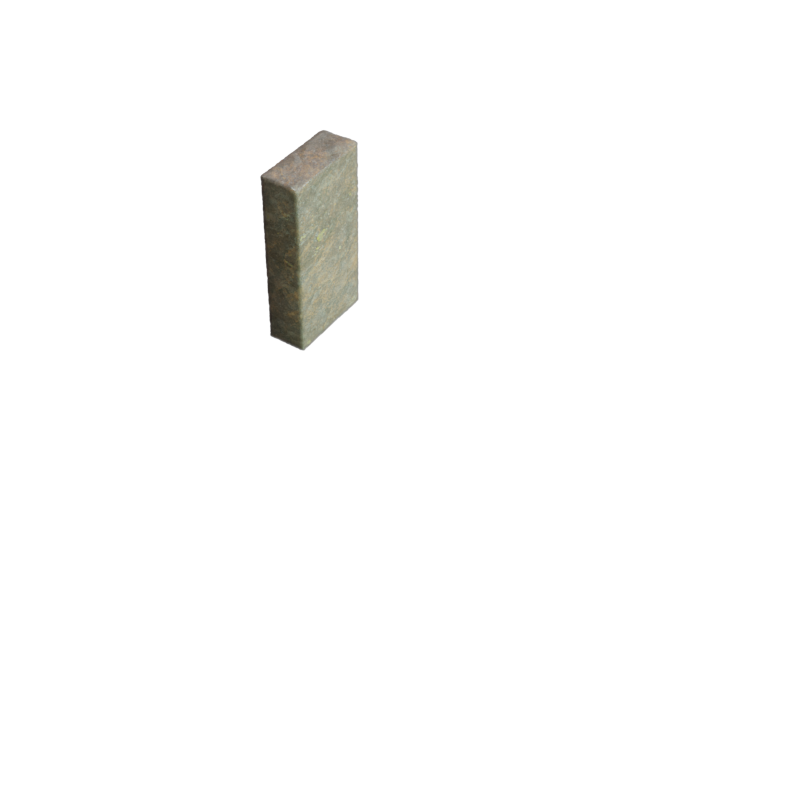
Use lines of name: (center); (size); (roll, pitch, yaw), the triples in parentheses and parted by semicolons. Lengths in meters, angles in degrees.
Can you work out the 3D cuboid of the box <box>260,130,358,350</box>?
box: (-0.077, -0.140, 0.984); (0.050, 0.164, 0.095); (24, 46, 22)
